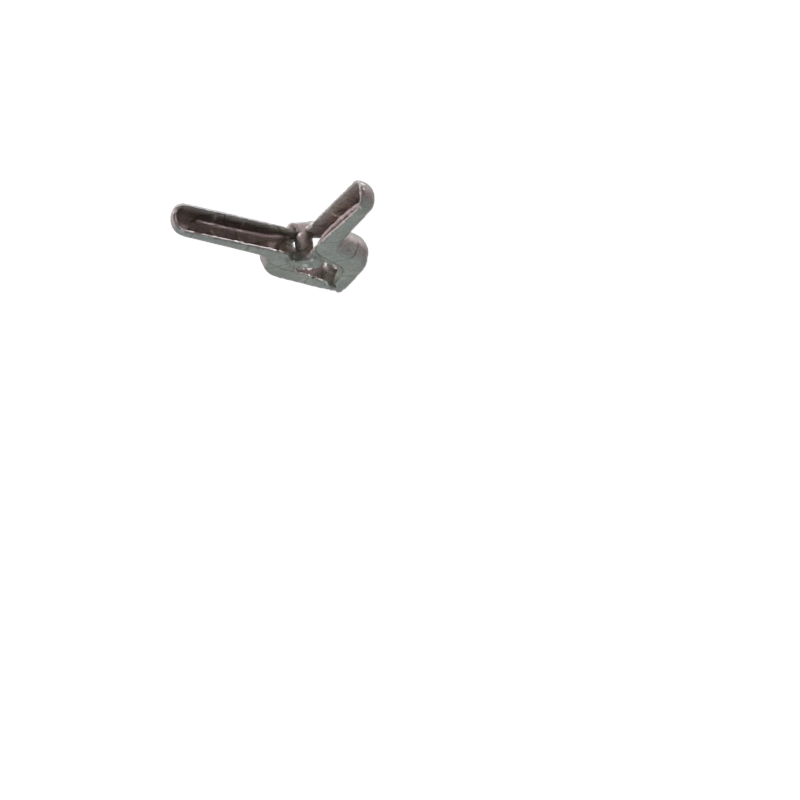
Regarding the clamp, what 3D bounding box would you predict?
[{"bbox_3d":[-0.073,-0.133,0.933,0.168,0.038,0.198,-5,-13,21],"label":"clamp"}]
